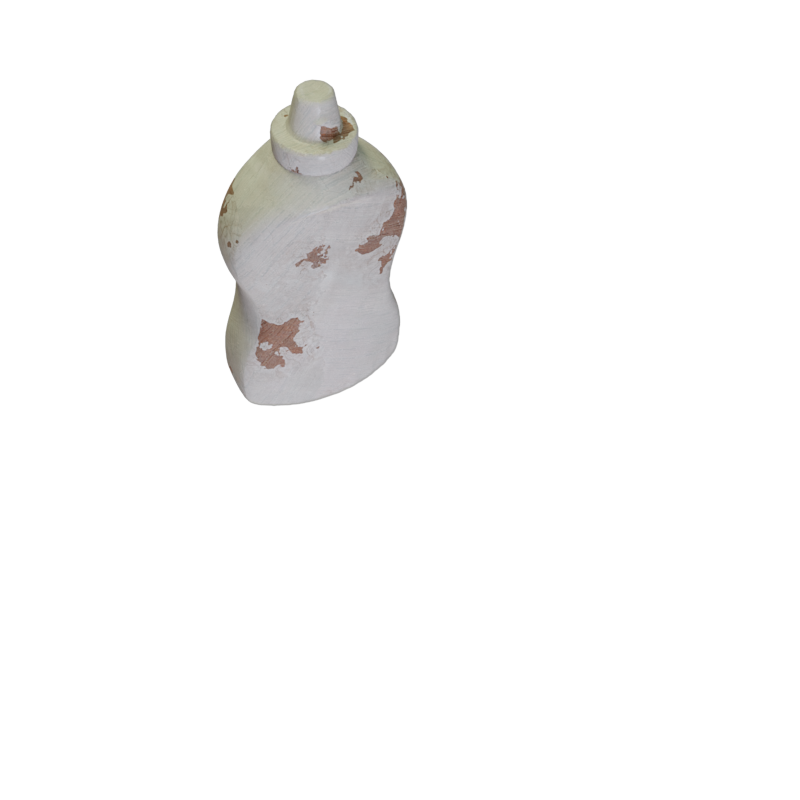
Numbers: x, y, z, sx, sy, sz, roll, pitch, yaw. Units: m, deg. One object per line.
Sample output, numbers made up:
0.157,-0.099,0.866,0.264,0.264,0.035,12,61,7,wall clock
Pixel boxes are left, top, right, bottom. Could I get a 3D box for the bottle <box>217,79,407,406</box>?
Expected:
-0.044,-0.080,0.561,0.095,0.063,0.179,-18,-38,-18,bottle
